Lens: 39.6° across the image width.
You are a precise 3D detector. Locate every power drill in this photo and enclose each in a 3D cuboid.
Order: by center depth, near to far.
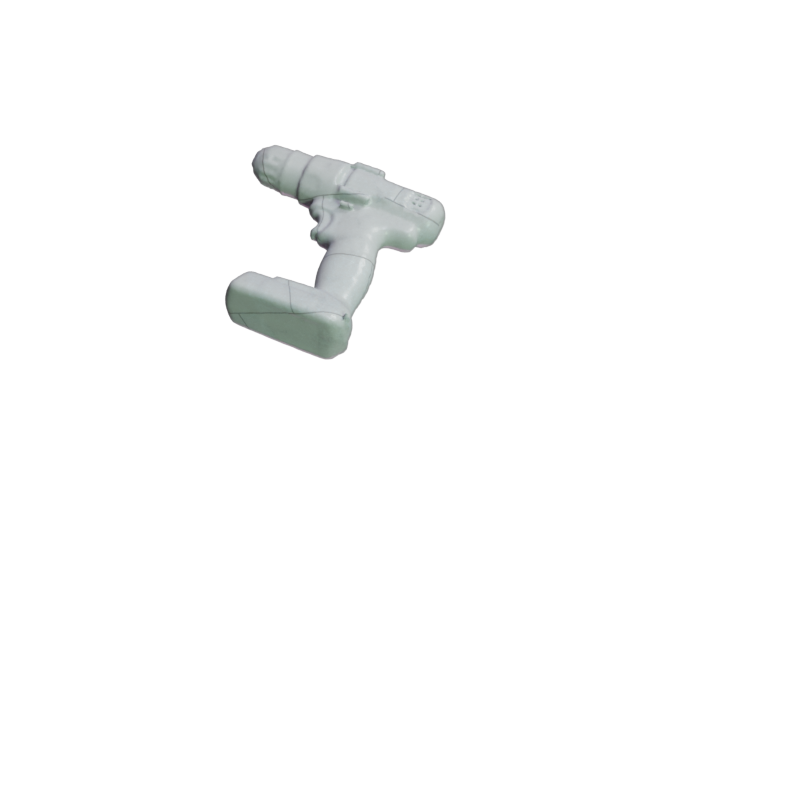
[{"bbox_3d":[-0.075,-0.136,0.952,0.190,0.195,0.053,19,-36,14],"label":"power drill"}]
